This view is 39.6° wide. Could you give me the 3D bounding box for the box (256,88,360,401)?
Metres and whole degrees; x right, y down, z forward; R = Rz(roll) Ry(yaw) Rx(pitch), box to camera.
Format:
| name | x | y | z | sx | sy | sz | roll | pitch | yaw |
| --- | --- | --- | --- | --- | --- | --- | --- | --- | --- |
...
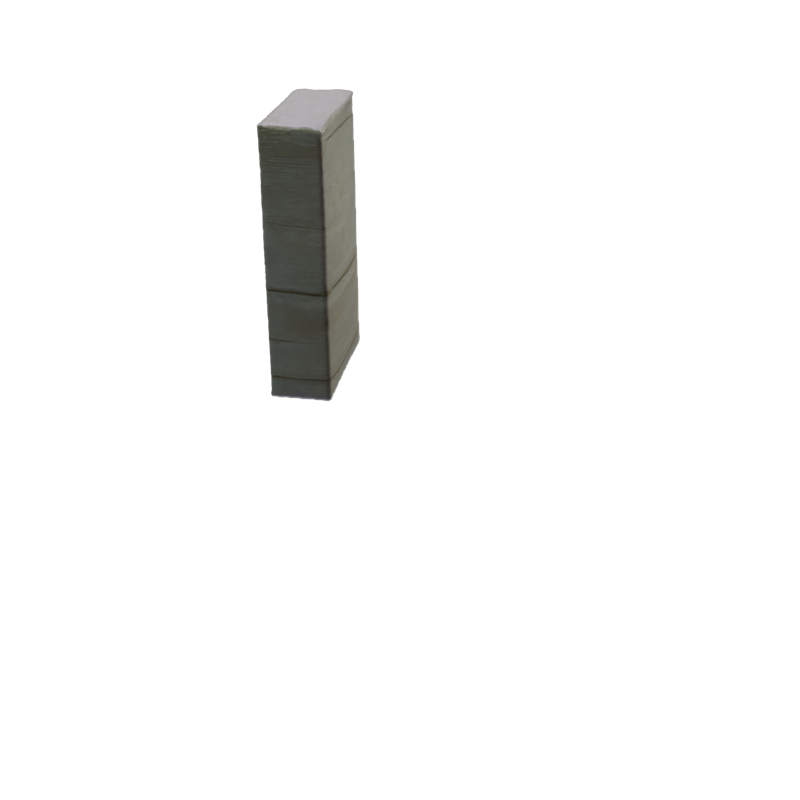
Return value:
| name | x | y | z | sx | sy | sz | roll | pitch | yaw |
| --- | --- | --- | --- | --- | --- | --- | --- | --- | --- |
| box | -0.054 | -0.099 | 0.697 | 0.049 | 0.167 | 0.097 | 5 | 25 | 8 |
